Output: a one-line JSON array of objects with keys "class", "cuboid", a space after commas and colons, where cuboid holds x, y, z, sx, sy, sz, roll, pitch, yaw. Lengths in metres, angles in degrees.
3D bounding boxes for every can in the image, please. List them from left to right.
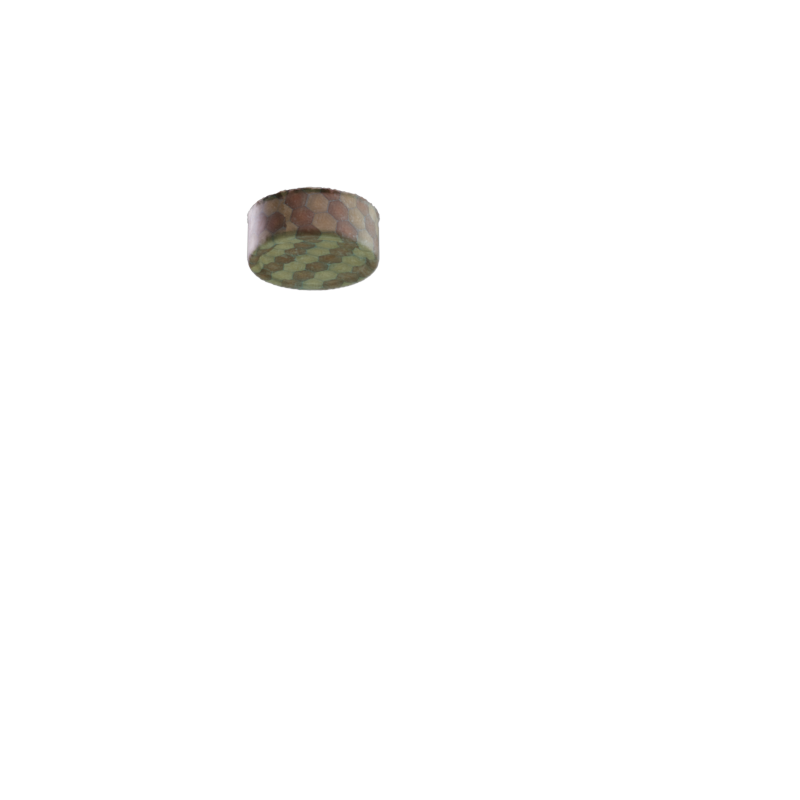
[{"class": "can", "cuboid": [-0.056, -0.101, 0.709, 0.086, 0.035, 0.082, 0, -20, -2]}]
